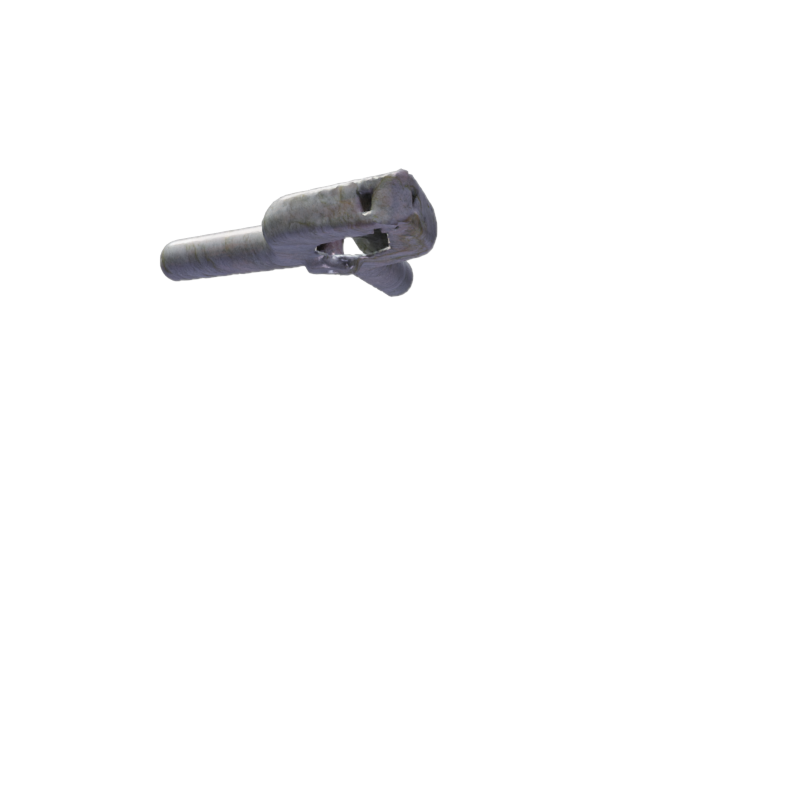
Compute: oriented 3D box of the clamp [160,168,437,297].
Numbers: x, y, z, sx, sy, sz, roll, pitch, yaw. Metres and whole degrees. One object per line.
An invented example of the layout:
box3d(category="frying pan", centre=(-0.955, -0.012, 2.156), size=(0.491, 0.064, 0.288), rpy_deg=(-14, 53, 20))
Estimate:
box3d(category="clamp", centre=(-0.049, -0.089, 0.624), size=(0.162, 0.037, 0.209), rpy_deg=(1, -5, -13))
